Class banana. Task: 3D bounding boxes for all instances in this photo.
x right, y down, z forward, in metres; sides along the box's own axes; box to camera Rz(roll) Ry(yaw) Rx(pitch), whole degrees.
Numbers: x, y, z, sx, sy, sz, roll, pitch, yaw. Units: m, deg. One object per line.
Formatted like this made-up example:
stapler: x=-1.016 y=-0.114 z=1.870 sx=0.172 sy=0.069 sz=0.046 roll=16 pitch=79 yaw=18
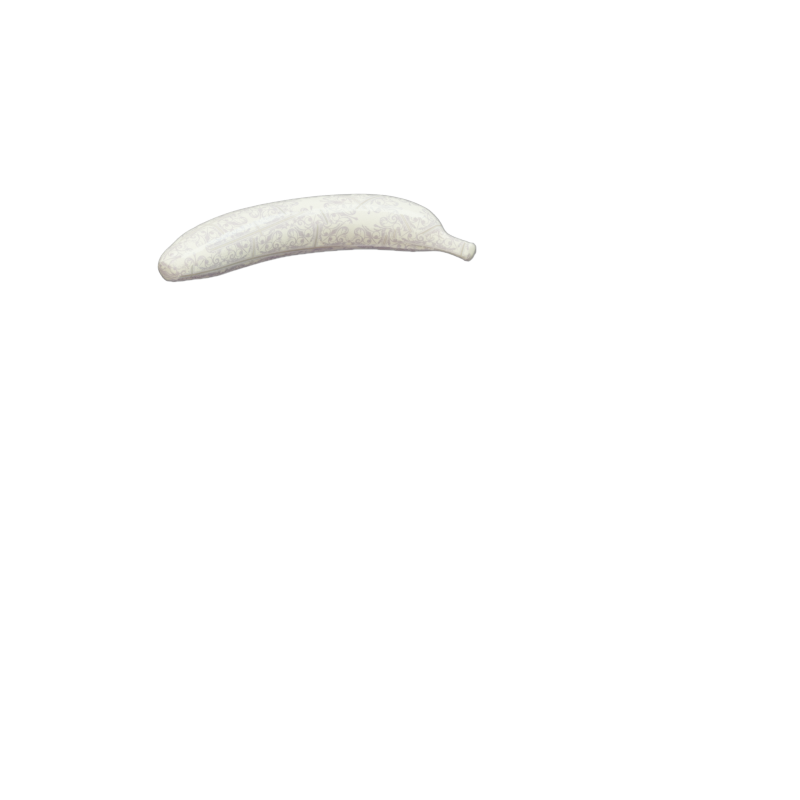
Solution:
banana: x=-0.055 y=-0.102 z=0.681 sx=0.194 sy=0.035 sz=0.074 roll=-8 pitch=24 yaw=-18
